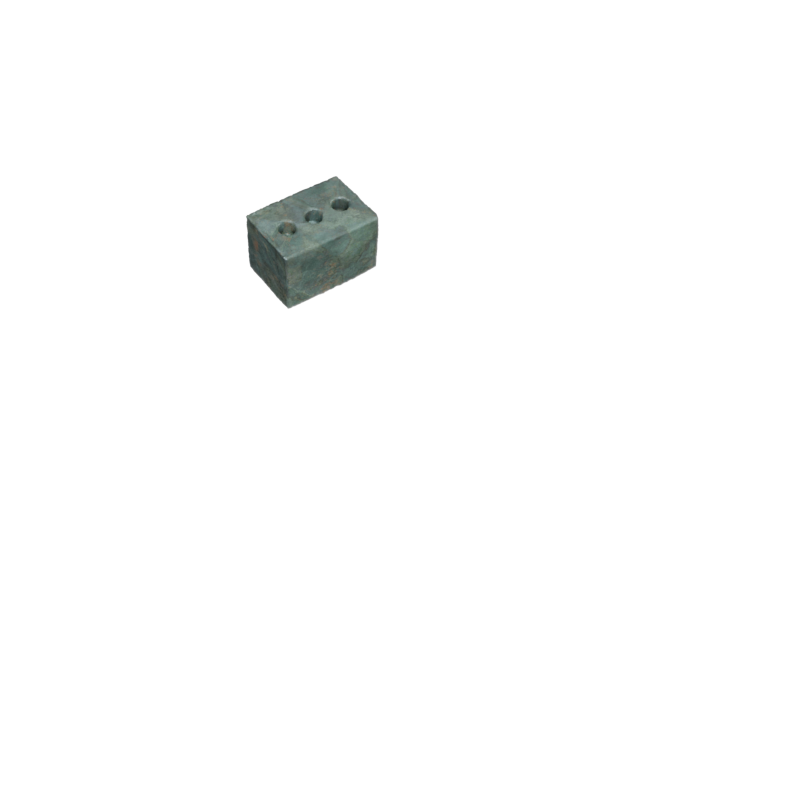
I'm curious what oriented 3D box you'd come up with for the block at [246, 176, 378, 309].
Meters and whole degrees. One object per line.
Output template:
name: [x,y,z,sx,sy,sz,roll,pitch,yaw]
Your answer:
block: [-0.061,-0.110,0.773,0.078,0.048,0.057,-28,55,-24]
